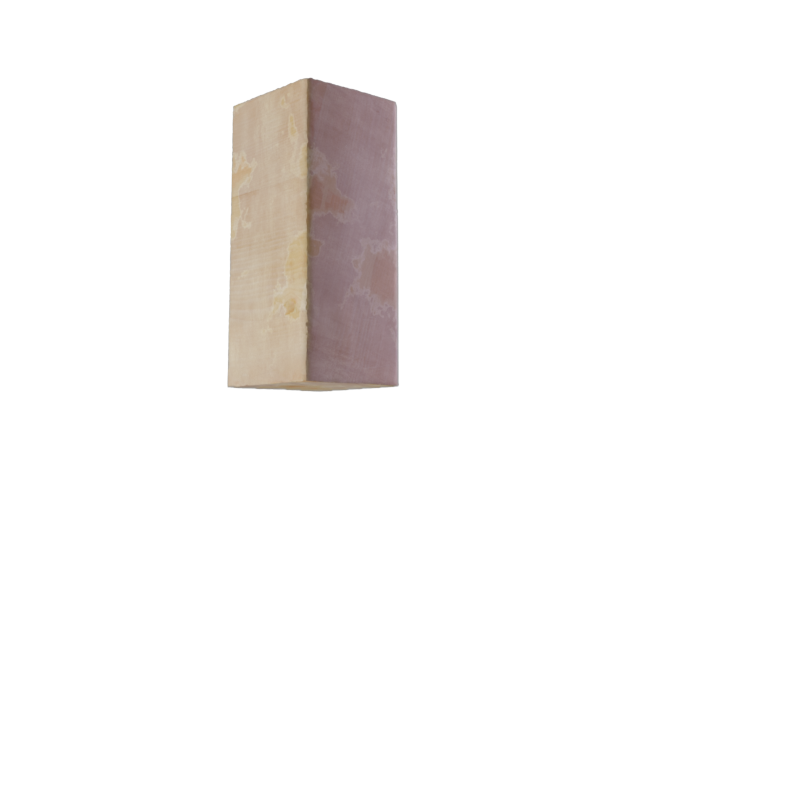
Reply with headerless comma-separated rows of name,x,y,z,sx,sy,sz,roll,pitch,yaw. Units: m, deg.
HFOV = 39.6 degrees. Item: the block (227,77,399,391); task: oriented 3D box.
block,-0.061,-0.113,0.792,0.086,0.211,0.093,8,-13,-42
